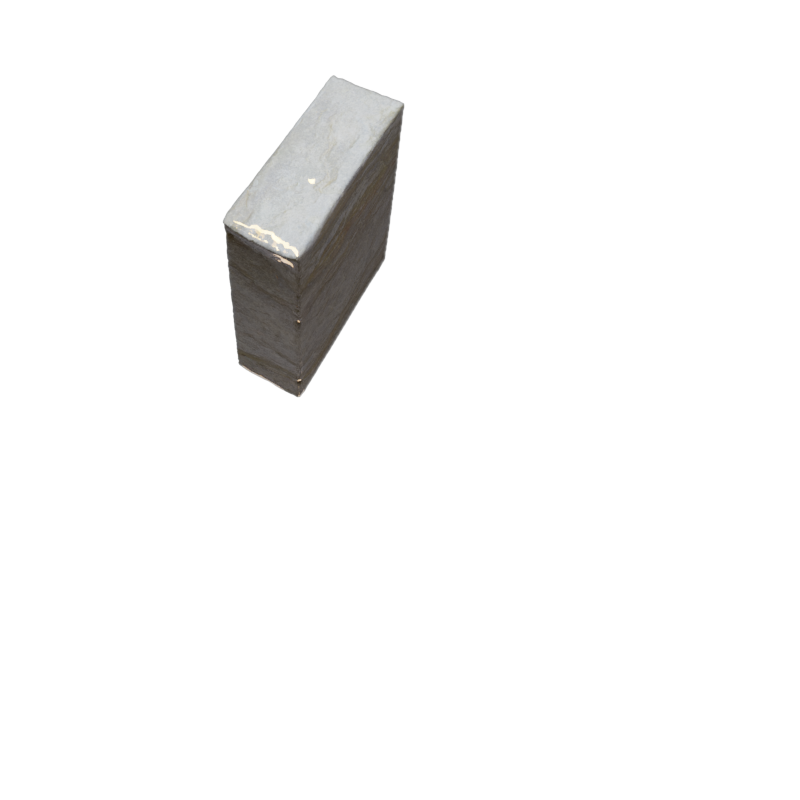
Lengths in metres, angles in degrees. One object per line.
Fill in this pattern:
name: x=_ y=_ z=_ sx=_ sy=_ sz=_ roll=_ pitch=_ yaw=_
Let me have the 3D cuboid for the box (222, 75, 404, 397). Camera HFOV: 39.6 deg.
box: x=-0.069 y=-0.126 z=0.884 sx=0.074 sy=0.170 sz=0.201 roll=25 pitch=-28 yaw=10
